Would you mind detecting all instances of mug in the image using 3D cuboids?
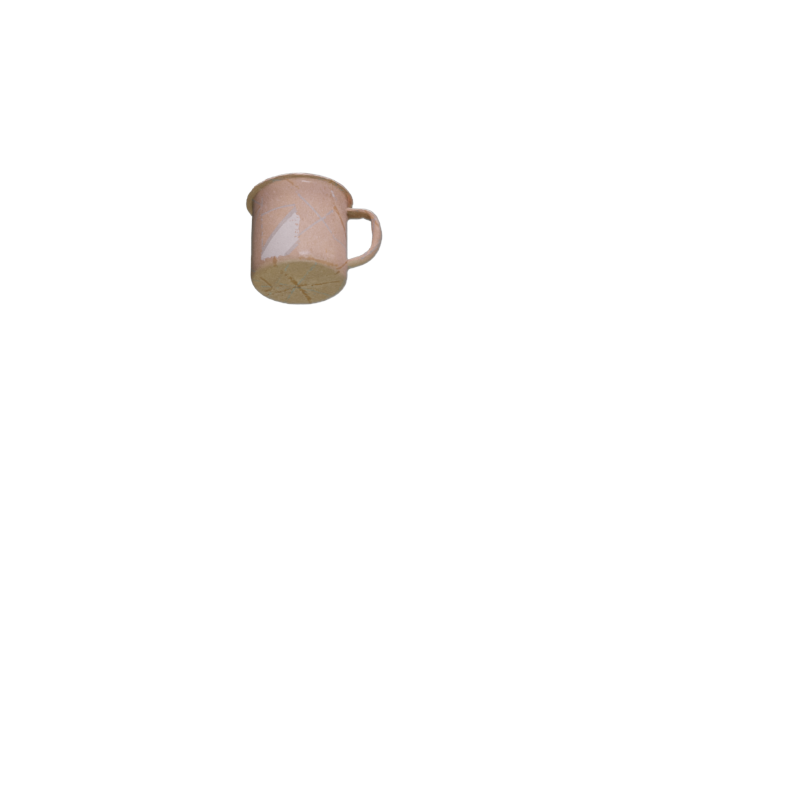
[{"bbox_3d":[-0.074,-0.134,0.940,0.118,0.087,0.087,-3,-28,4],"label":"mug"}]
